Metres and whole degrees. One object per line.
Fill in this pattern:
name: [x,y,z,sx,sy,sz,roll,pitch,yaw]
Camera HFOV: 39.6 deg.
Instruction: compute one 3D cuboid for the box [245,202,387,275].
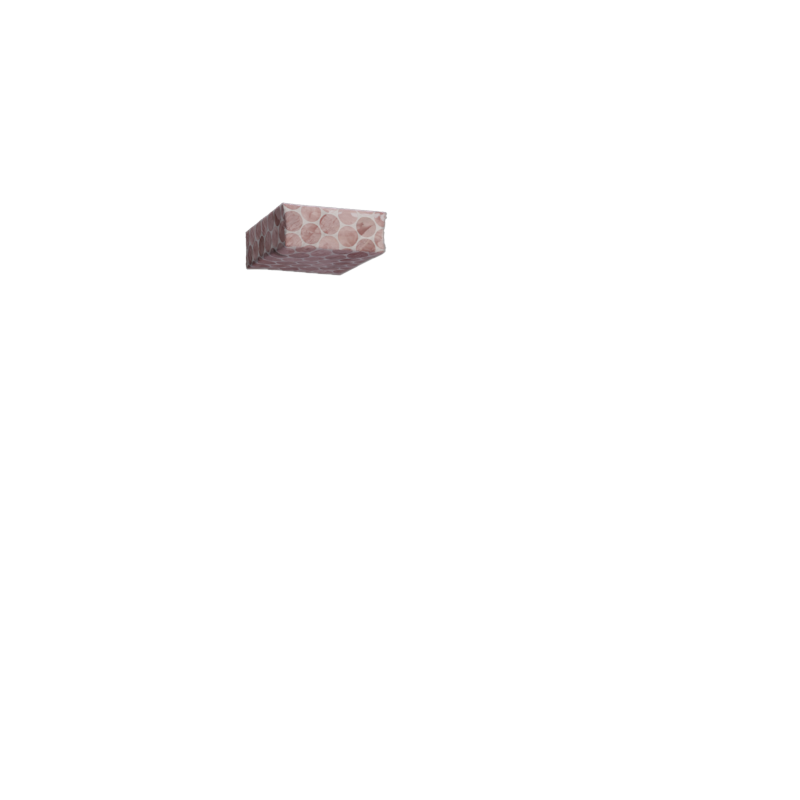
box: [-0.073,-0.132,0.926,0.087,0.040,0.115,1,-3,-21]
